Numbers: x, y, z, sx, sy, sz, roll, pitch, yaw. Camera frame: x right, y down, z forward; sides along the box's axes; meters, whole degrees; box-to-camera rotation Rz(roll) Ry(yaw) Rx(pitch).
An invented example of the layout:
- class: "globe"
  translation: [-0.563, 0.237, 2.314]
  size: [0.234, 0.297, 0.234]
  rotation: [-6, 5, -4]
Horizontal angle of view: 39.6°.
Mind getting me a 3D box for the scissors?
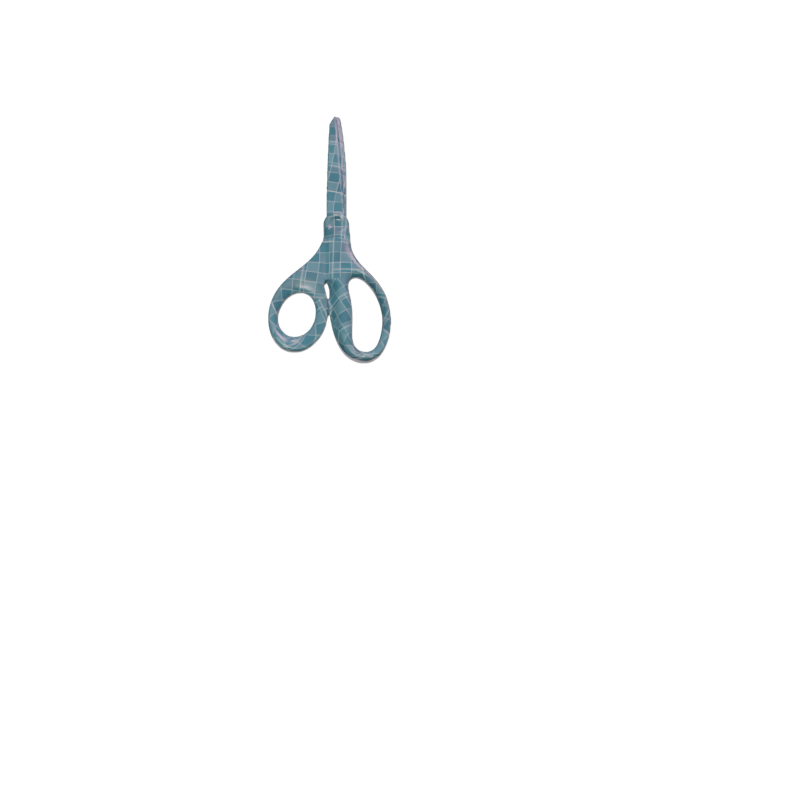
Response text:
- class: "scissors"
  translation: [-0.064, -0.117, 0.820]
  size: [0.096, 0.214, 0.015]
  rotation: [-14, -24, -7]
